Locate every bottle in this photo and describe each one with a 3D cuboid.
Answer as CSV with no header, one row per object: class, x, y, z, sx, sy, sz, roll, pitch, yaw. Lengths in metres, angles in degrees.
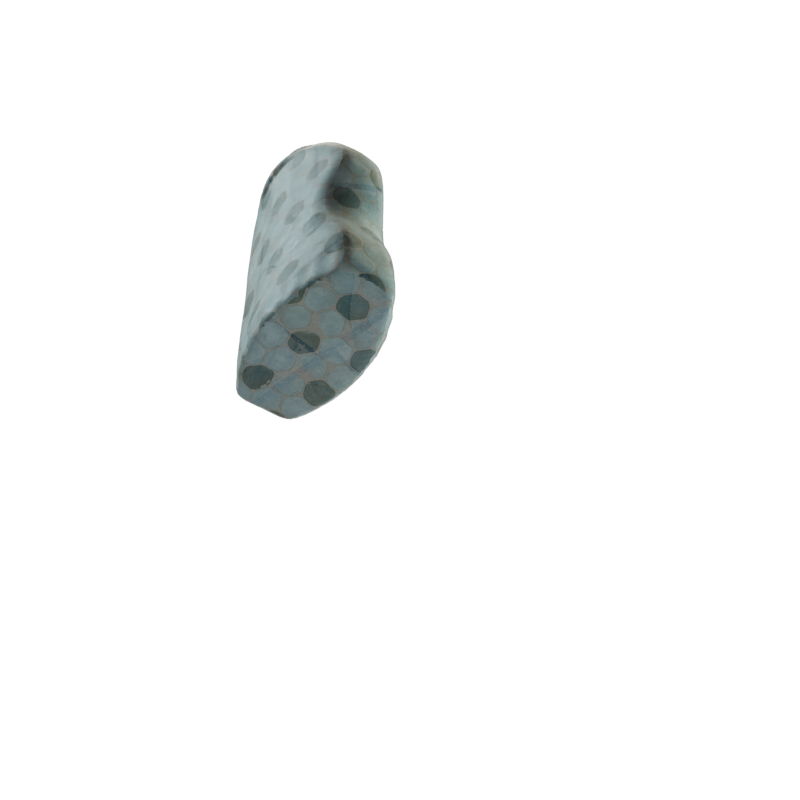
bottle,-0.046,-0.085,0.598,0.056,0.093,0.205,26,32,-22
